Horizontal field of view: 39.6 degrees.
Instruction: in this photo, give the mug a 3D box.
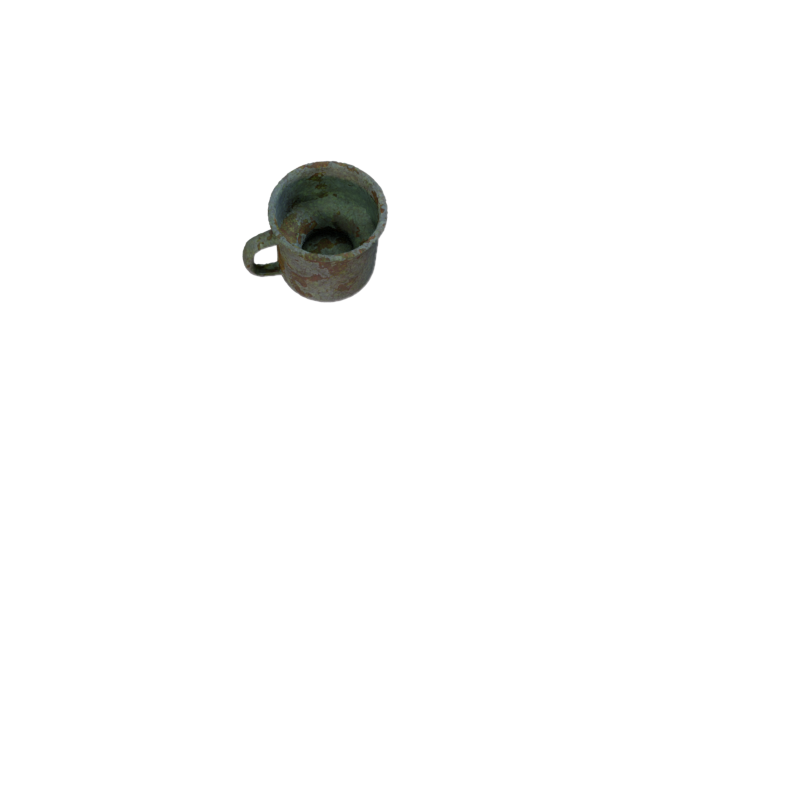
[{"bbox_3d":[-0.069,-0.126,0.885,0.116,0.100,0.077,-21,-25,-12],"label":"mug"}]
